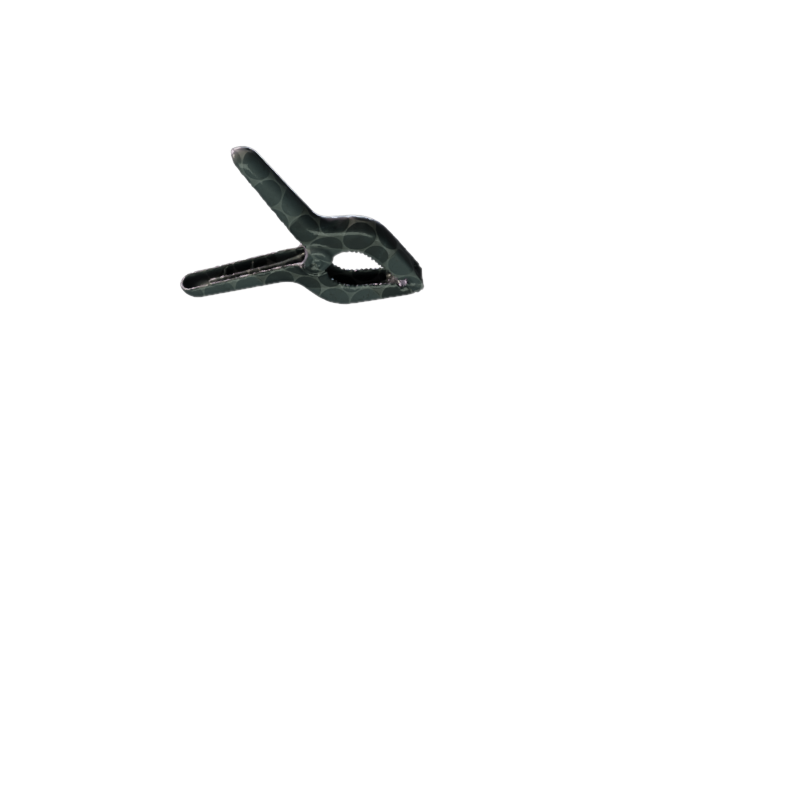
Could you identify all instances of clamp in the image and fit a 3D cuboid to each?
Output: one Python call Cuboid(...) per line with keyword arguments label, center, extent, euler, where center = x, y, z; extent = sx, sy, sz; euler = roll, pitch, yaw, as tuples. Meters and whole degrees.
Cuboid(label="clamp", center=(-0.075, -0.137, 0.962), extent=(0.207, 0.039, 0.156), euler=(10, -46, -10))
